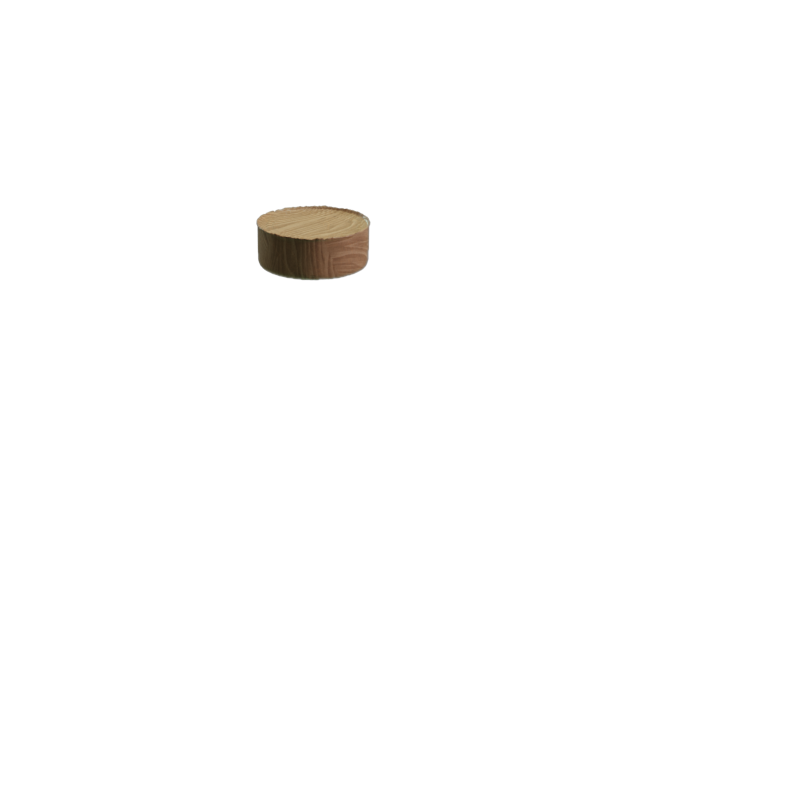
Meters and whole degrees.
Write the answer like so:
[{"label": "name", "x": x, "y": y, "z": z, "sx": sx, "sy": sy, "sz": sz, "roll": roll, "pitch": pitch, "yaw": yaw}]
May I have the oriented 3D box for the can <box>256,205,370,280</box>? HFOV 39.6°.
[{"label": "can", "x": -0.066, "y": -0.120, "z": 0.839, "sx": 0.086, "sy": 0.032, "sz": 0.090, "roll": -1, "pitch": 24, "yaw": -2}]
